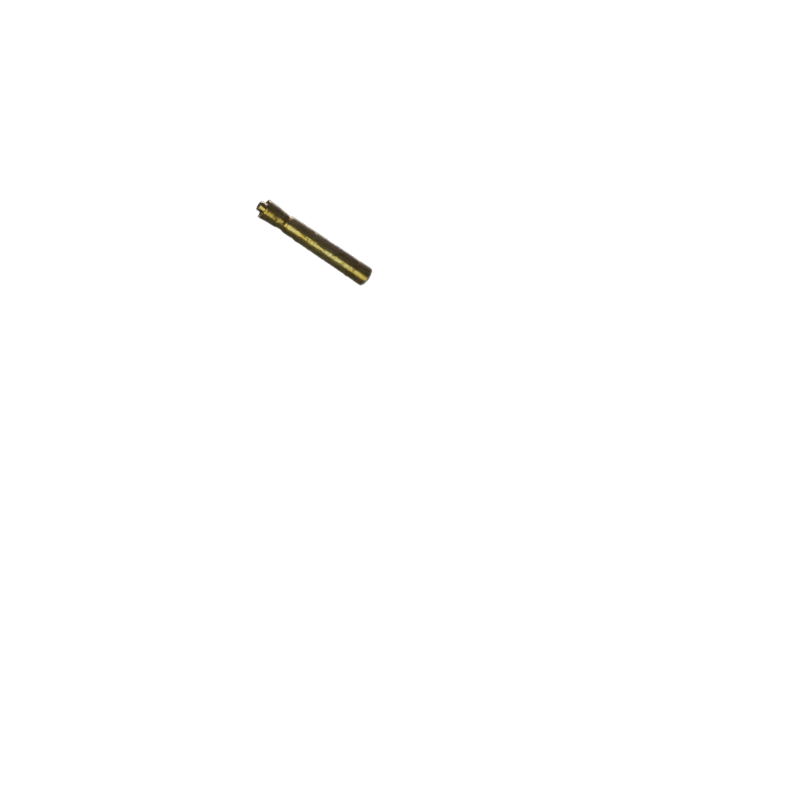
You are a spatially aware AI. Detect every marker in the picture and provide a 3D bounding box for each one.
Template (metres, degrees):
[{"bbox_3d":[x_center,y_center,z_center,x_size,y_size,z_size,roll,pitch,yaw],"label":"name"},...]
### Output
[{"bbox_3d":[-0.078,-0.142,0.993,0.116,0.020,0.020,33,-8,-17],"label":"marker"}]
